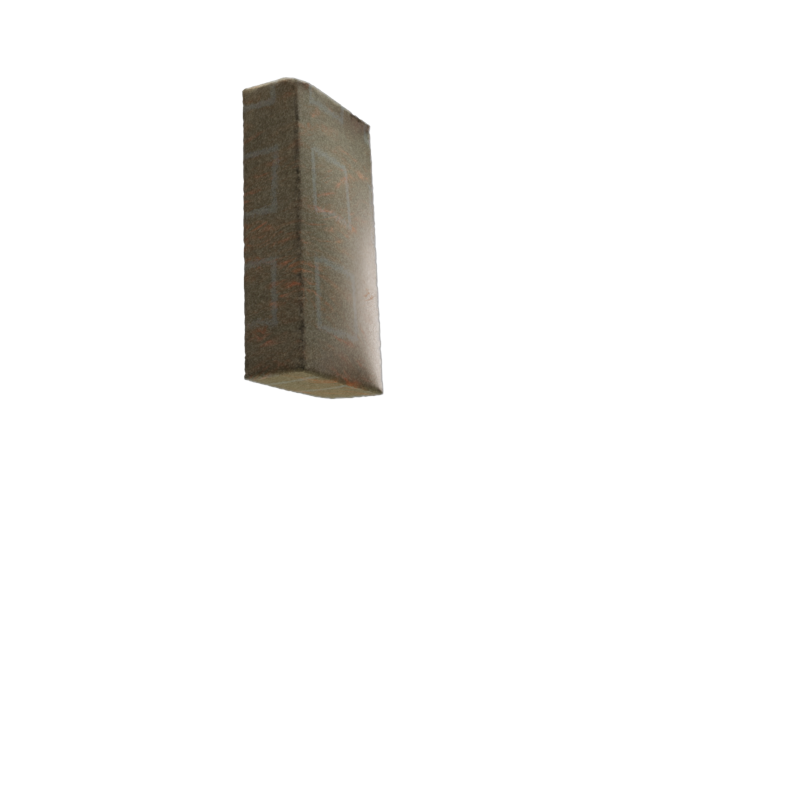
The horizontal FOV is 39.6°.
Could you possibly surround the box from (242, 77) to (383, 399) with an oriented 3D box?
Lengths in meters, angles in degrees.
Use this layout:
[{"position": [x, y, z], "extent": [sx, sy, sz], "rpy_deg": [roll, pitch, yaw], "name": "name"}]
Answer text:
[{"position": [-0.051, -0.094, 0.656], "extent": [0.049, 0.183, 0.088], "rpy_deg": [-10, -17, 28], "name": "box"}]
